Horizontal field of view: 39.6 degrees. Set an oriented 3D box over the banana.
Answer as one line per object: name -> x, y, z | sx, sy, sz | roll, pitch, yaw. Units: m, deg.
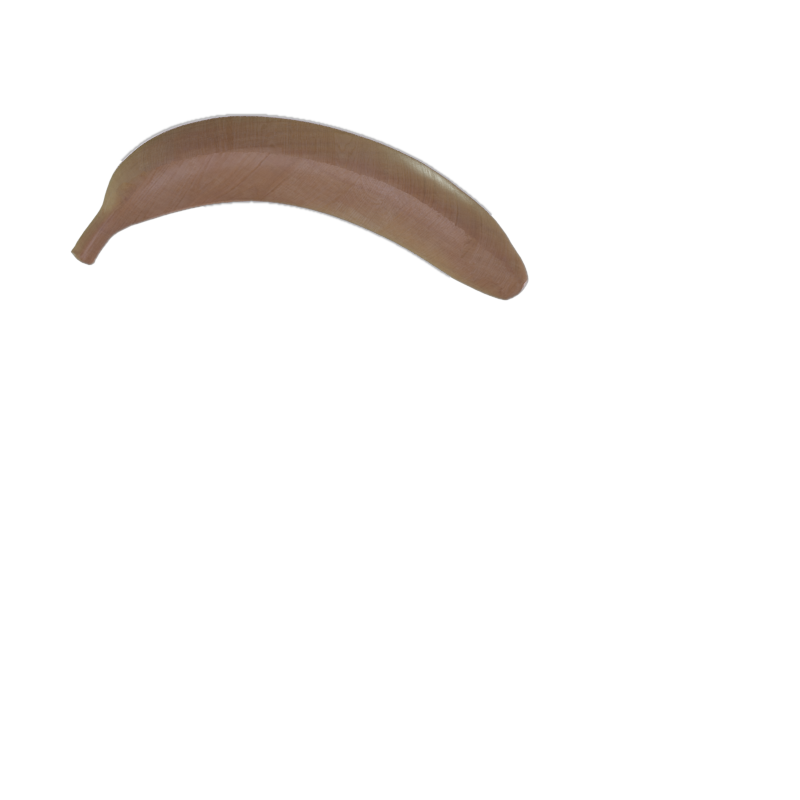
banana -> -0.040, -0.086, 0.479 | 0.197, 0.067, 0.038 | 5, 20, -2
